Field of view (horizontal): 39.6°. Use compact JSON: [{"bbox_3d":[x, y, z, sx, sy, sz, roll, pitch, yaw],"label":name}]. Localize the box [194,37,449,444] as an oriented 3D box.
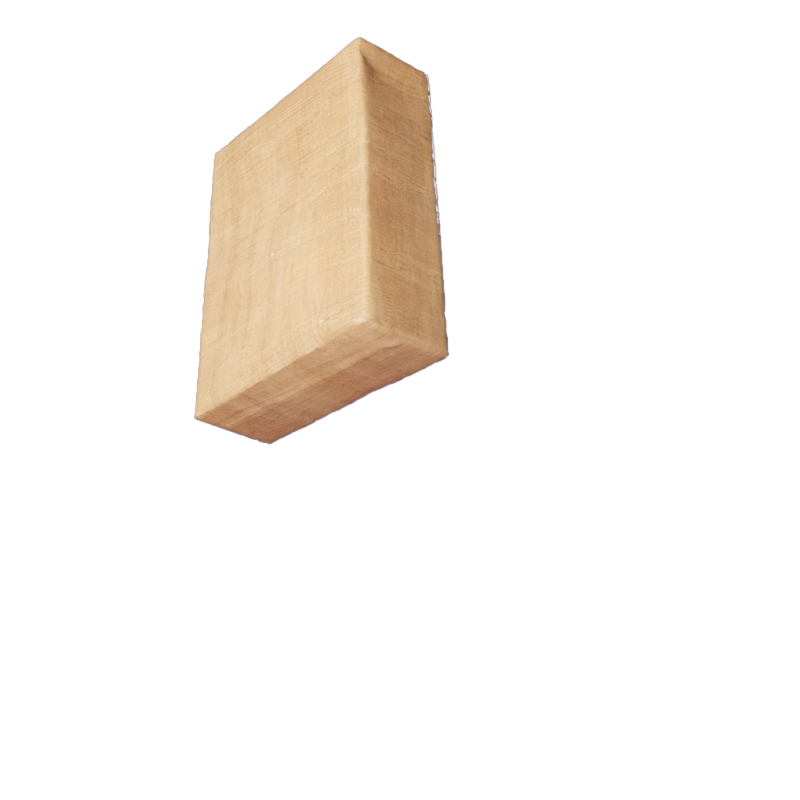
[{"bbox_3d":[-0.056,-0.102,0.711,0.067,0.228,0.164,24,-39,-37],"label":"box"}]
